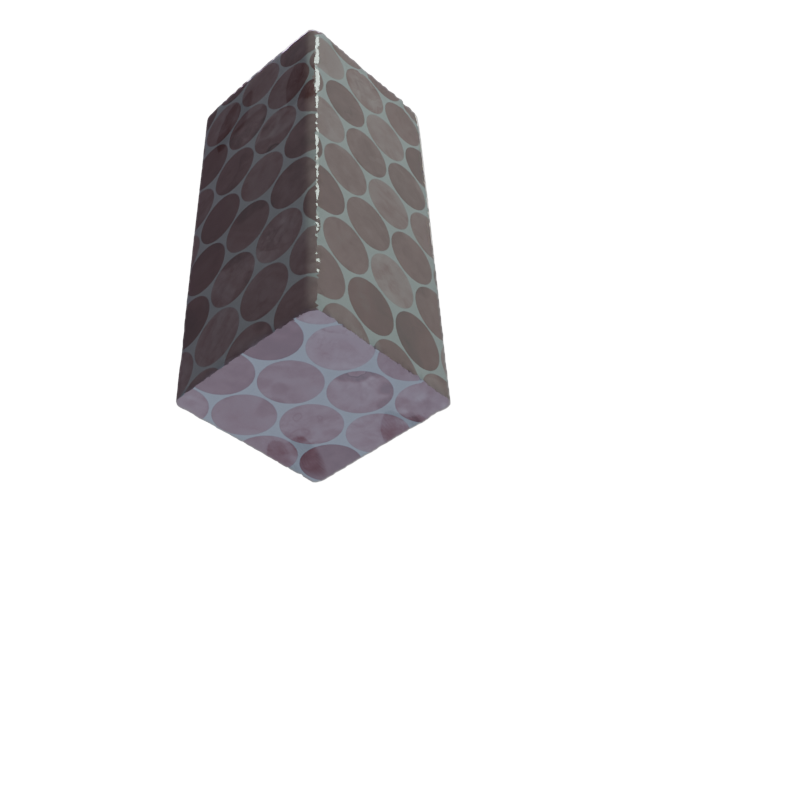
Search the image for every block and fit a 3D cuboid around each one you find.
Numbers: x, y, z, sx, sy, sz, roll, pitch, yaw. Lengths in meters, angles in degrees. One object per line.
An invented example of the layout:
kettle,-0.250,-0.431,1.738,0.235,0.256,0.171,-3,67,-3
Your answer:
block,-0.044,-0.081,0.561,0.089,0.221,0.085,-34,-51,29
